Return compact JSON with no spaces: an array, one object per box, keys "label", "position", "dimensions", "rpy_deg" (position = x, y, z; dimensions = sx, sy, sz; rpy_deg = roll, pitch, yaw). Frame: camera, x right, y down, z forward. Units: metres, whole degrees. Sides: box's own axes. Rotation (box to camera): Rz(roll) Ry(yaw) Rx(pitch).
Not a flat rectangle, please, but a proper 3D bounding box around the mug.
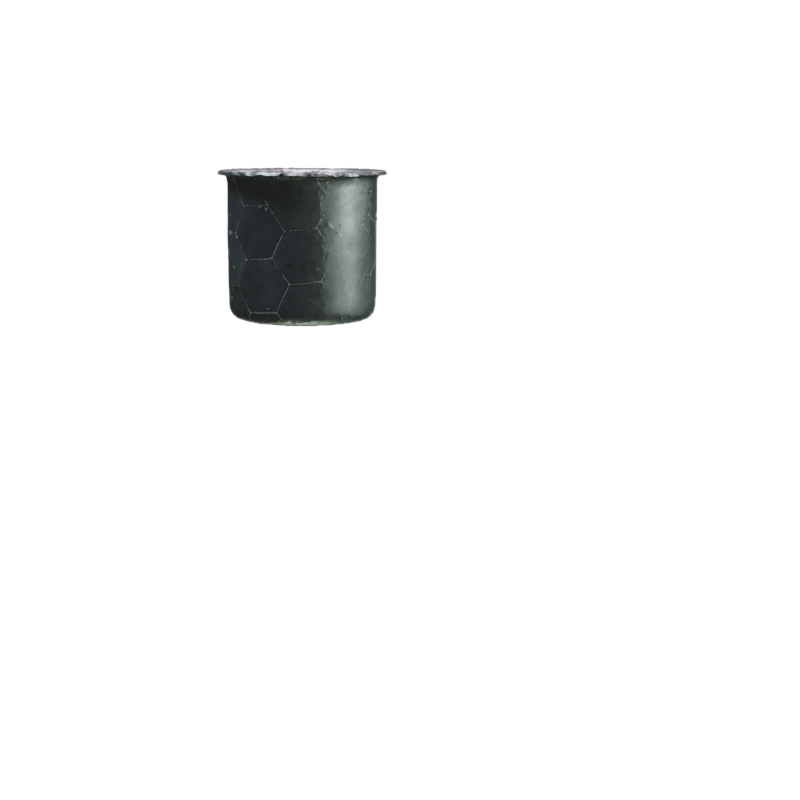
[{"label":"mug","position":[-0.049,-0.089,0.623],"dimensions":[0.097,0.080,0.115],"rpy_deg":[5,12,27]}]
